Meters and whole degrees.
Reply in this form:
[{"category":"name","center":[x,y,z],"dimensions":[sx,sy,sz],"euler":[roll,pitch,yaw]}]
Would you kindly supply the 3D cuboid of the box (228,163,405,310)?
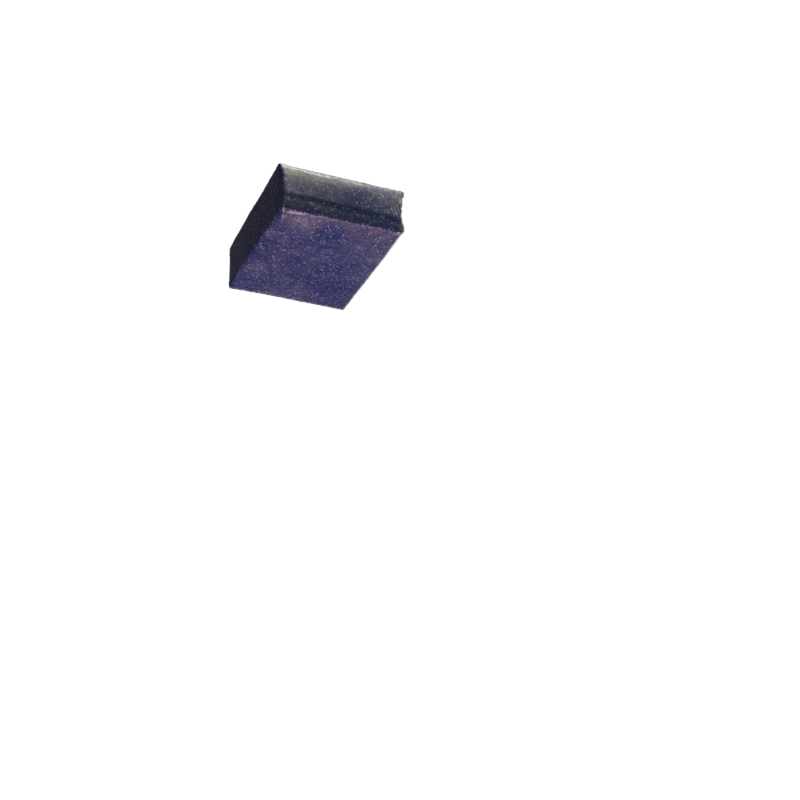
[{"category":"box","center":[-0.060,-0.109,0.760],"dimensions":[0.087,0.041,0.110],"euler":[10,-28,-21]}]
